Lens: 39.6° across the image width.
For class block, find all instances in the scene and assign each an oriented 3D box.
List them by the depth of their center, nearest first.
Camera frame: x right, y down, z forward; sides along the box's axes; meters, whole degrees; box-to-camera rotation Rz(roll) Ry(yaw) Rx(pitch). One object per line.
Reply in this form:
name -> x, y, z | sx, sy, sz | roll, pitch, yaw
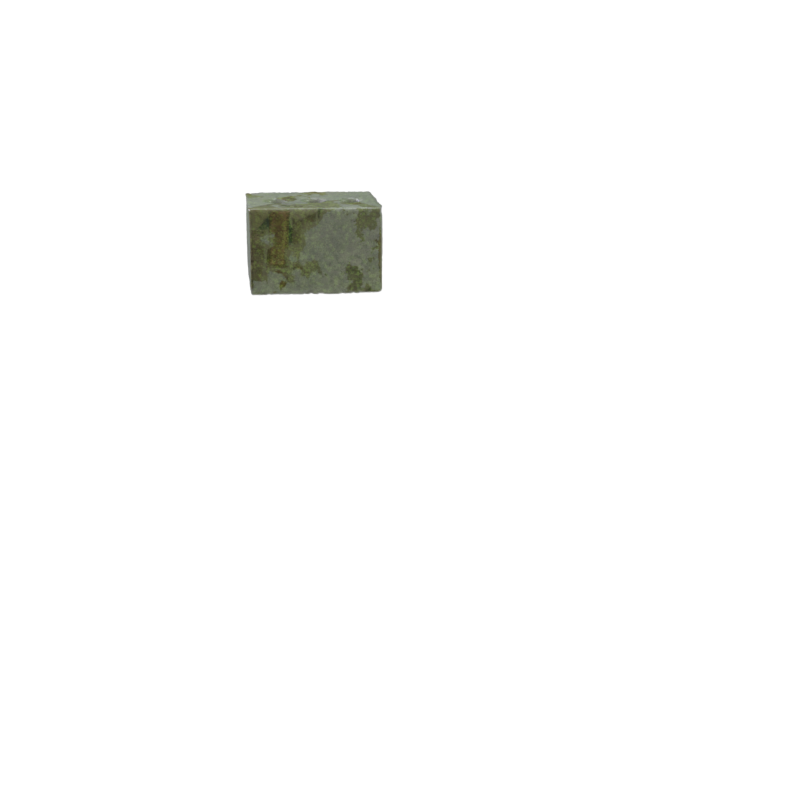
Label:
block -> -0.051, -0.093, 0.649 | 0.077, 0.050, 0.055 | -2, 16, -6
